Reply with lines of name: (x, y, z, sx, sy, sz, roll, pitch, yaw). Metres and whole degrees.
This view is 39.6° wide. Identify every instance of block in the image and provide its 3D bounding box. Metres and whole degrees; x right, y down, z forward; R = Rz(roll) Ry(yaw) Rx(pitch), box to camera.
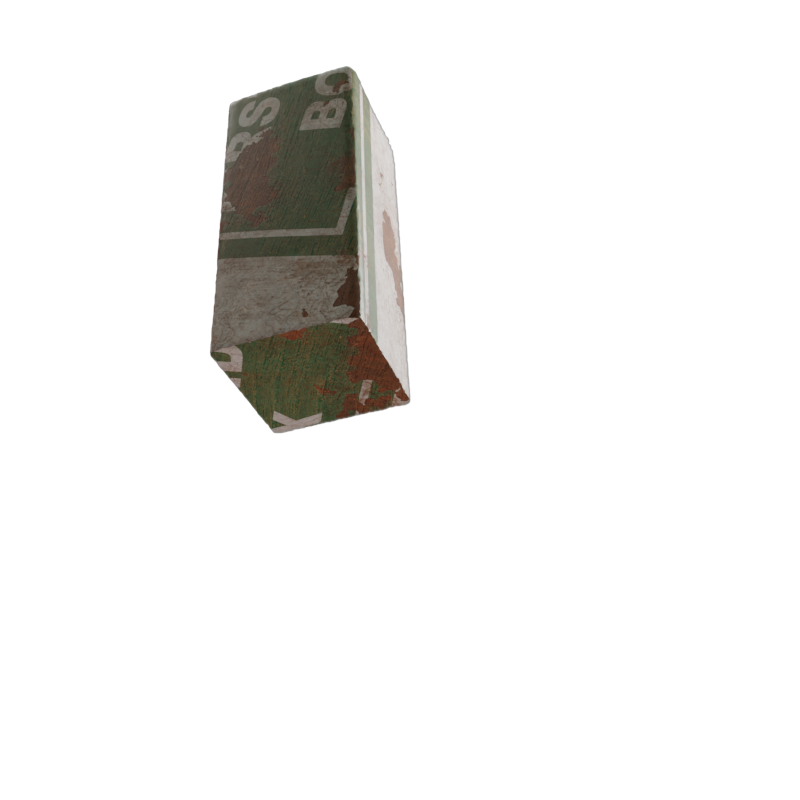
block: (-0.053, -0.098, 0.687, 0.091, 0.221, 0.084, -15, -40, 14)
